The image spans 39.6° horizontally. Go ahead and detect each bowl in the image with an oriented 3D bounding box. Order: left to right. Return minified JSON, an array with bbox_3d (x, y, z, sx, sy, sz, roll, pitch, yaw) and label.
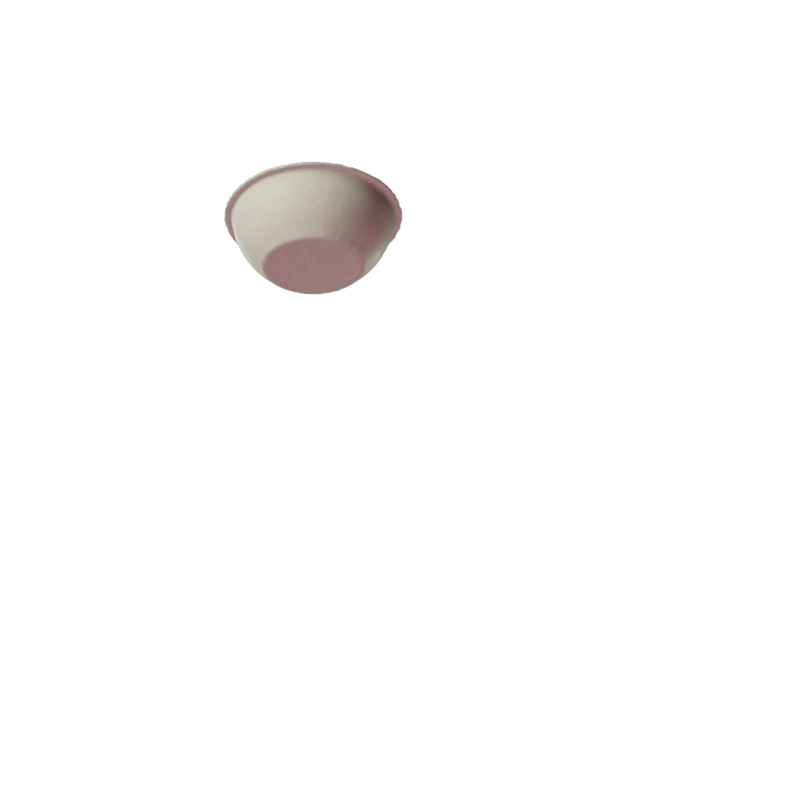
[{"bbox_3d":[-0.078,-0.142,0.992,0.162,0.059,0.152,1,-30,-2],"label":"bowl"}]
